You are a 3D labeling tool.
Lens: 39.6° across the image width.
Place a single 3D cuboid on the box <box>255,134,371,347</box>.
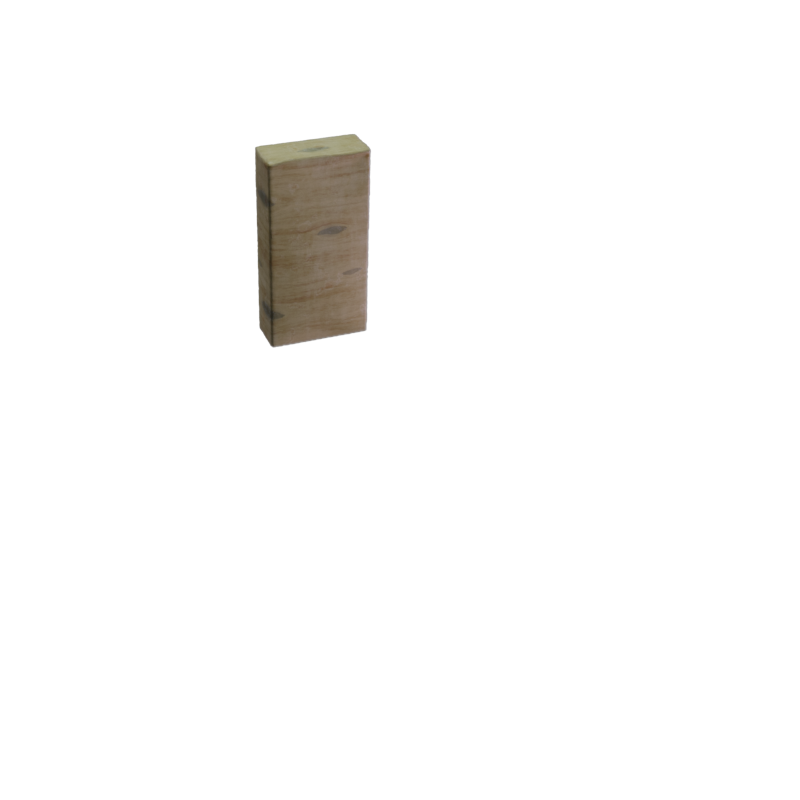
[{"bbox_3d":[-0.075,-0.137,0.958,0.092,0.166,0.052,-10,33,-19],"label":"box"}]
